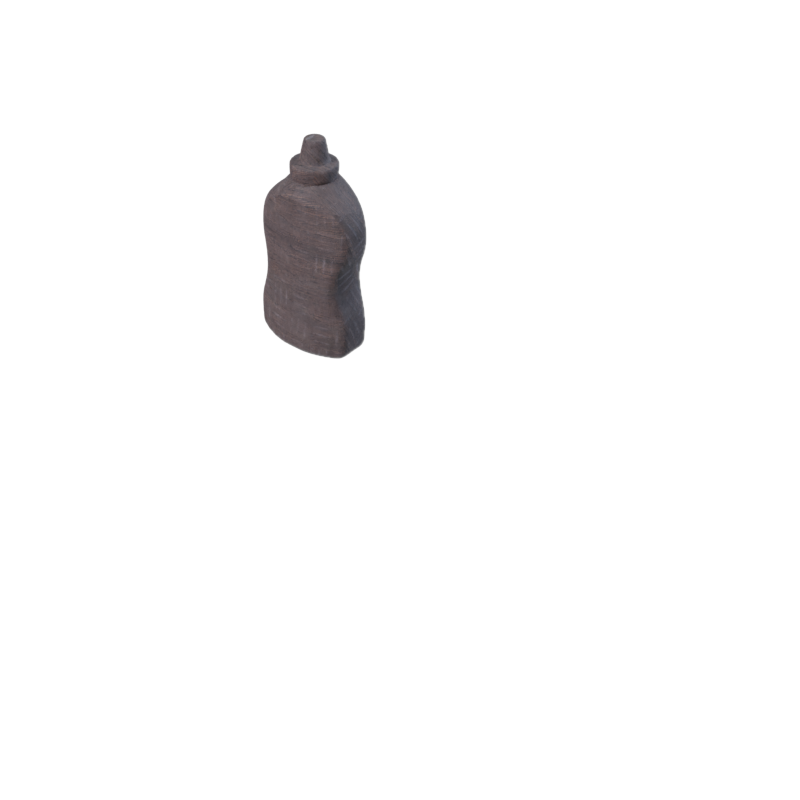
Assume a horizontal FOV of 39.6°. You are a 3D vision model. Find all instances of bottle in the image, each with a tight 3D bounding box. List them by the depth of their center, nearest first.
[{"bbox_3d":[-0.073,-0.134,0.939,0.102,0.180,0.058,27,39,33],"label":"bottle"}]
